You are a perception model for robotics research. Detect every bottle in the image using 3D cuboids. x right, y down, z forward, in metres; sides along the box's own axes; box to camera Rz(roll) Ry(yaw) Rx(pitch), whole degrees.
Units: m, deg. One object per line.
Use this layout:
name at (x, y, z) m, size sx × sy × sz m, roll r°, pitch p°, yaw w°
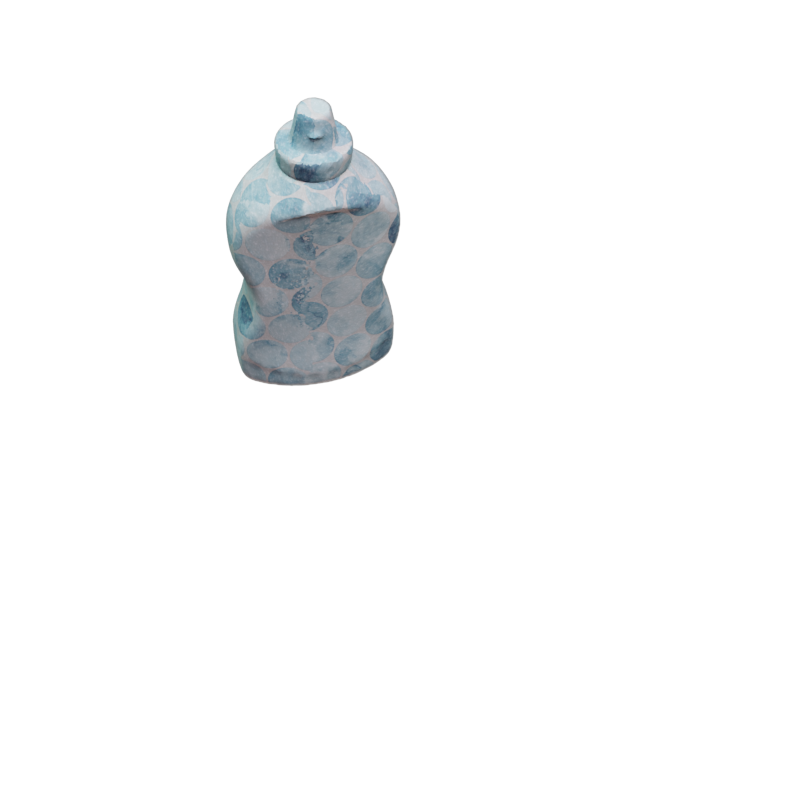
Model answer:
bottle at (-0.049, -0.089, 0.624) m, size 0.095 × 0.063 × 0.179 m, roll -7°, pitch -41°, yaw -10°
